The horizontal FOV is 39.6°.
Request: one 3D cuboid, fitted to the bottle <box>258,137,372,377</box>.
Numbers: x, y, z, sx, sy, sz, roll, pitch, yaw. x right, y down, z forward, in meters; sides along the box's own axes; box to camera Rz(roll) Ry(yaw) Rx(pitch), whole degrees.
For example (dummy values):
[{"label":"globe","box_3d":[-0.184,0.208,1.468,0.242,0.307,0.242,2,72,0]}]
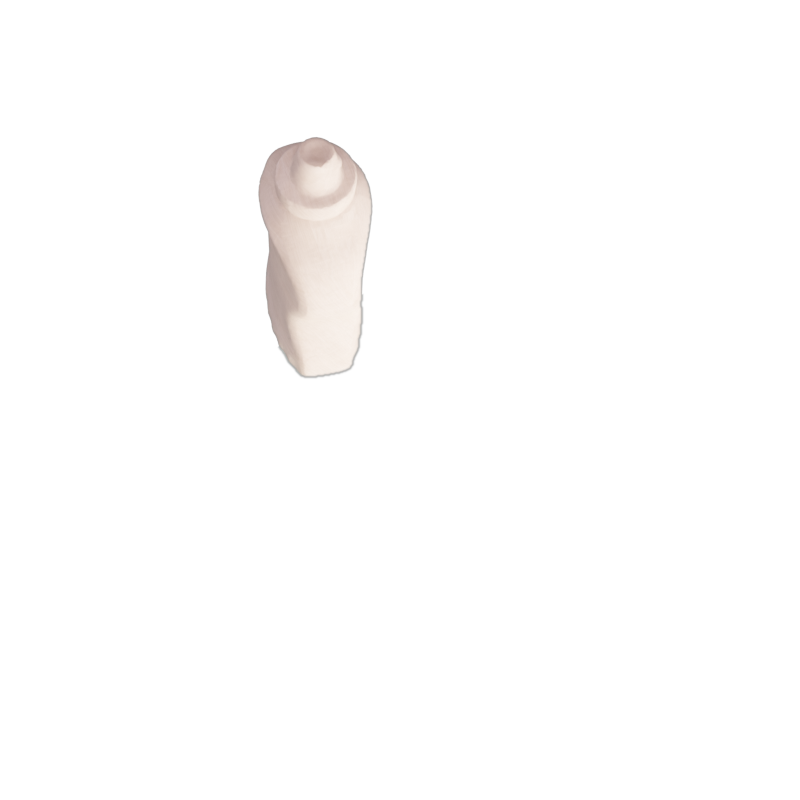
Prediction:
[{"label":"bottle","box_3d":[-0.047,-0.087,0.612,0.058,0.102,0.182,-8,-20,-7]}]
